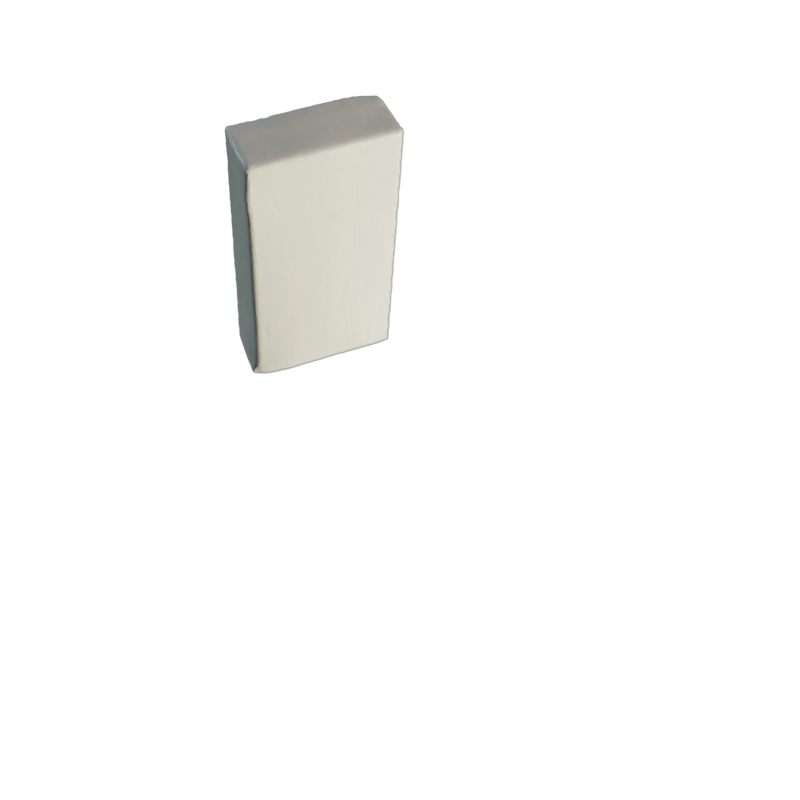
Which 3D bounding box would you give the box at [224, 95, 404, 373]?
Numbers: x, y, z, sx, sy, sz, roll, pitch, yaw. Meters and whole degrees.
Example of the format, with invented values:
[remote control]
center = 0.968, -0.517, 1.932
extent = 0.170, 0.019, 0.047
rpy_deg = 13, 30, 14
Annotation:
[box]
center = -0.051, -0.094, 0.657
extent = 0.092, 0.052, 0.164
rpy_deg = -15, -40, -17
